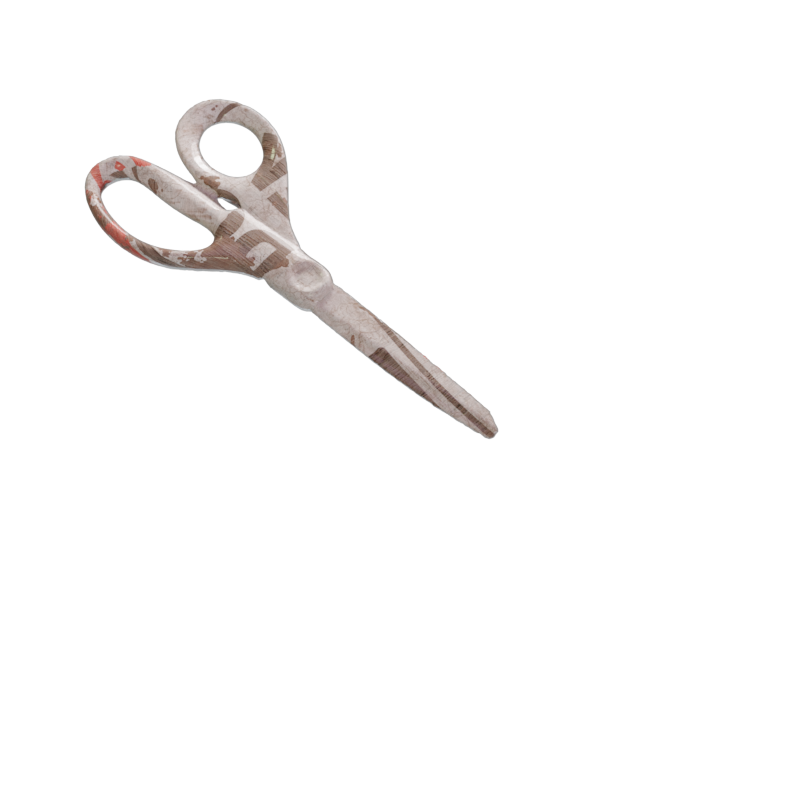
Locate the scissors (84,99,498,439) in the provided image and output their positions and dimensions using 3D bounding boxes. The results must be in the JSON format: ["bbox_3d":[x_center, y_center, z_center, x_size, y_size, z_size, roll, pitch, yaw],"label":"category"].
[{"bbox_3d":[-0.036,-0.067,0.466,0.207,0.099,0.015,24,-26,13],"label":"scissors"}]
